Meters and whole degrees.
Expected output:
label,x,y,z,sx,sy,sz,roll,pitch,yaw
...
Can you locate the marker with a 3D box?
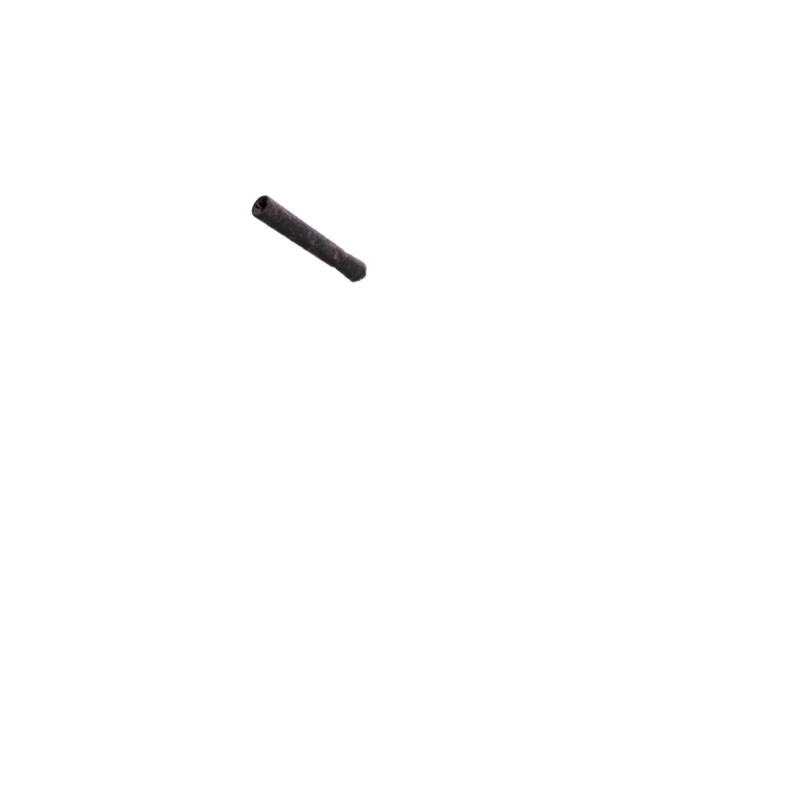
label,x,y,z,sx,sy,sz,roll,pitch,yaw
marker,-0.068,-0.123,0.865,0.021,0.020,0.113,4,-20,47
